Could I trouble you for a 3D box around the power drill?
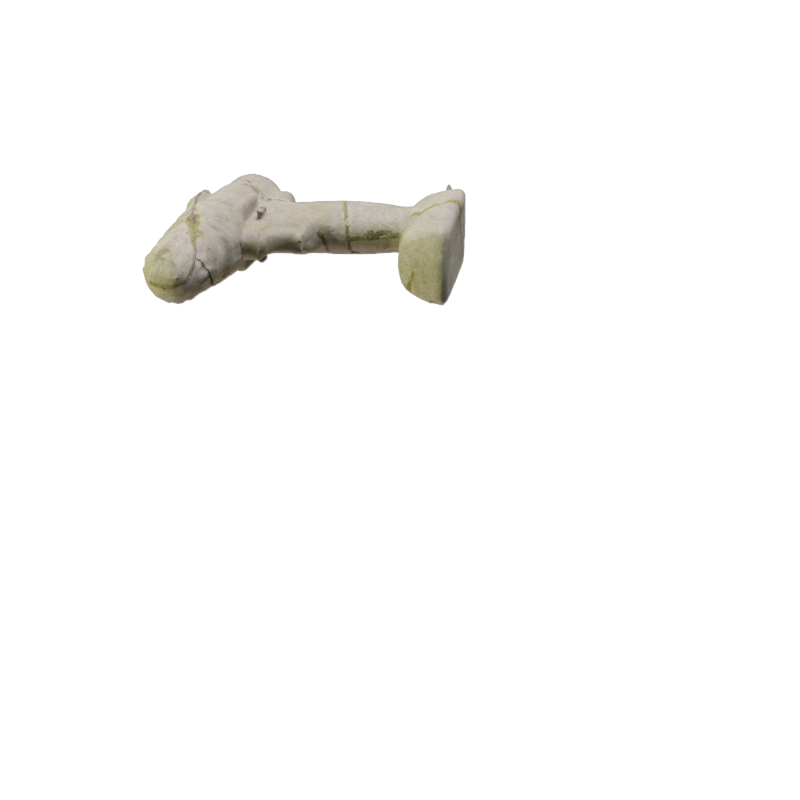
[{"bbox_3d":[-0.057,-0.104,0.726,0.191,0.054,0.190,6,27,12],"label":"power drill"}]
